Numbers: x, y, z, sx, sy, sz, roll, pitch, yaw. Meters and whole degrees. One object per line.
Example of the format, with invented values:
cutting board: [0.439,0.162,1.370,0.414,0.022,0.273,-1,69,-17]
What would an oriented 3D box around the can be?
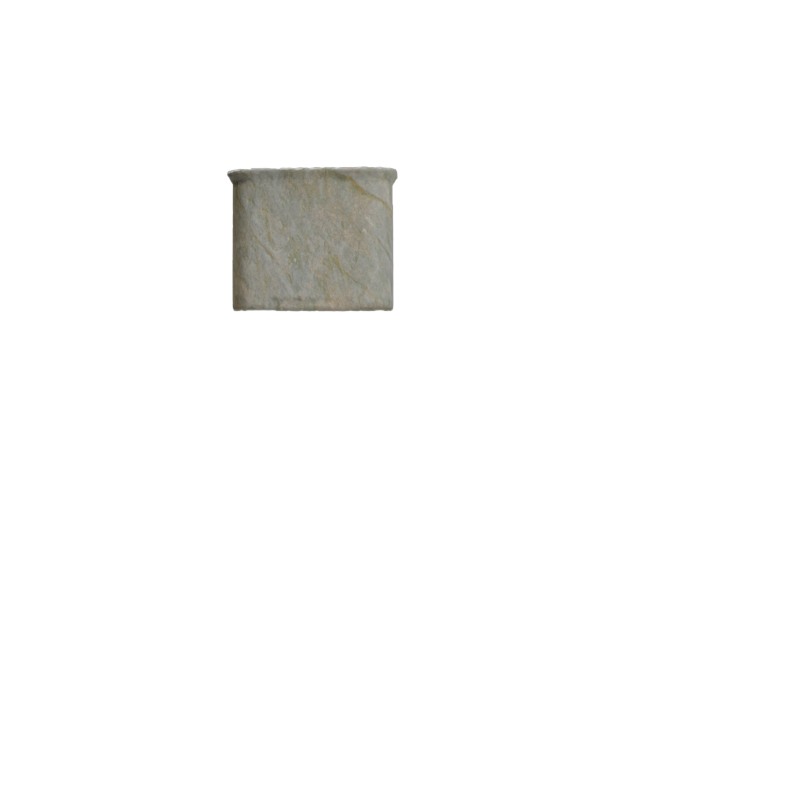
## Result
can: [-0.052,-0.095,0.669,0.102,0.084,0.057,0,-1,3]
